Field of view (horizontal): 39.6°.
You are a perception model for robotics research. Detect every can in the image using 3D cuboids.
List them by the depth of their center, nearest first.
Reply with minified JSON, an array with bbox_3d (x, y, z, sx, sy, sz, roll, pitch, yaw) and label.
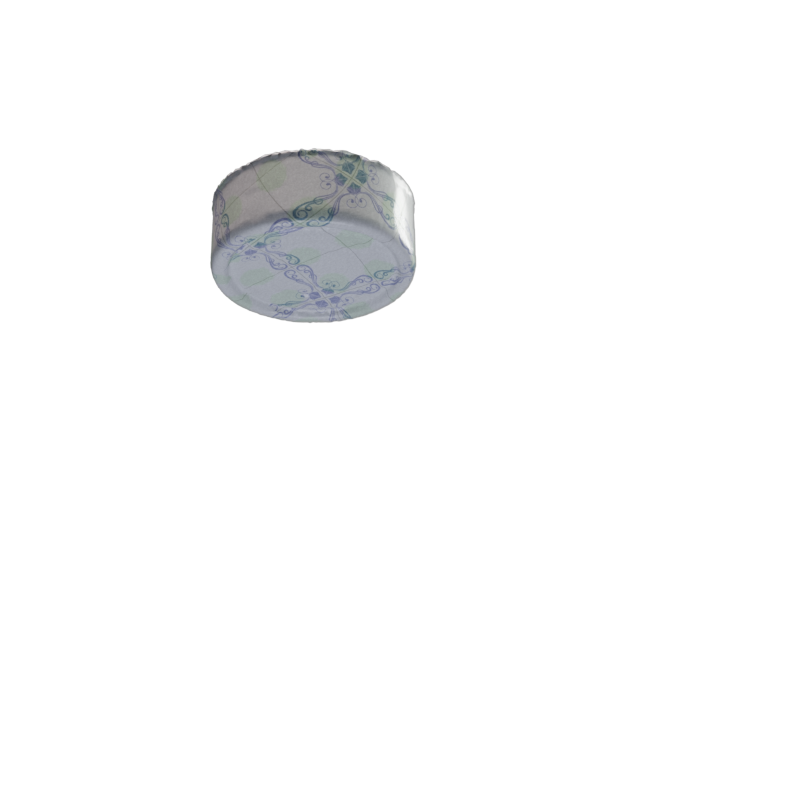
[{"bbox_3d":[-0.036,-0.066,0.461,0.086,0.036,0.081,1,-27,-2],"label":"can"}]
